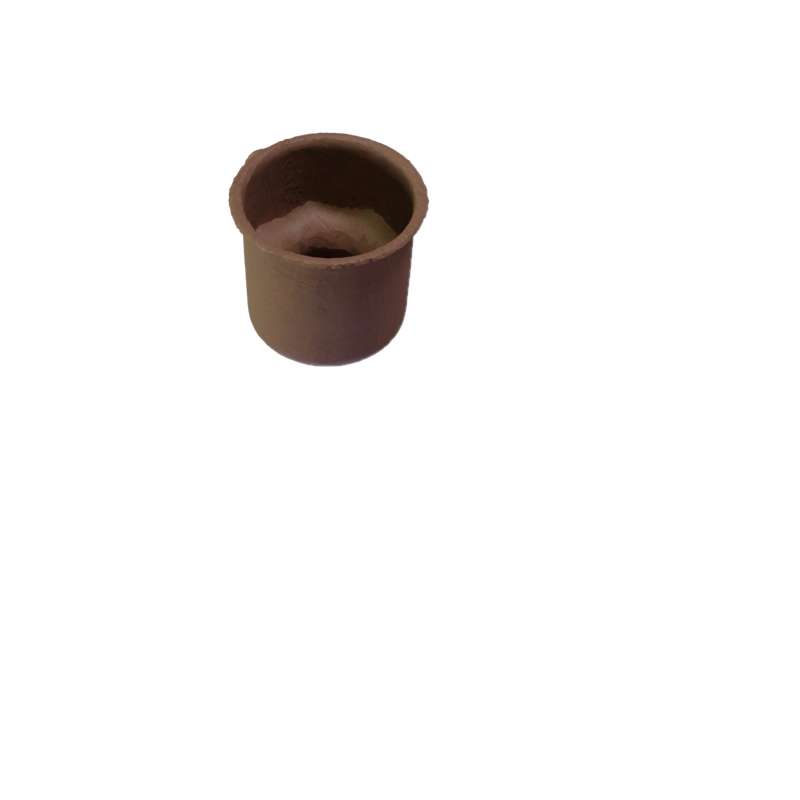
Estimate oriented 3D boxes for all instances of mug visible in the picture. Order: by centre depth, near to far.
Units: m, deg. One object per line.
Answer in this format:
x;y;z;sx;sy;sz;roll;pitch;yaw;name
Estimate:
-0.043;-0.079;0.550;0.093;0.076;0.126;-29;55;-25;mug
